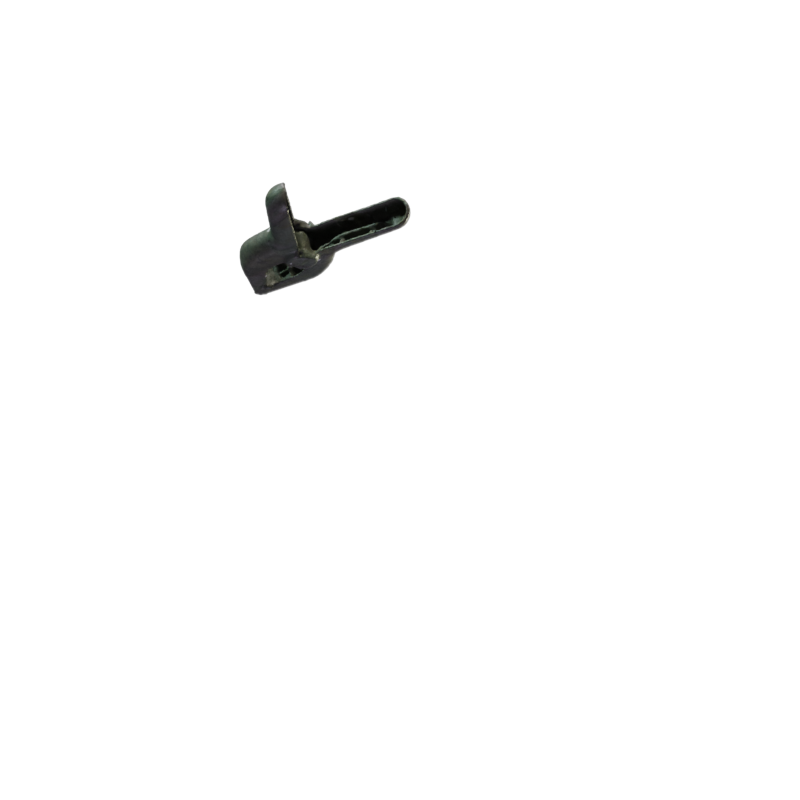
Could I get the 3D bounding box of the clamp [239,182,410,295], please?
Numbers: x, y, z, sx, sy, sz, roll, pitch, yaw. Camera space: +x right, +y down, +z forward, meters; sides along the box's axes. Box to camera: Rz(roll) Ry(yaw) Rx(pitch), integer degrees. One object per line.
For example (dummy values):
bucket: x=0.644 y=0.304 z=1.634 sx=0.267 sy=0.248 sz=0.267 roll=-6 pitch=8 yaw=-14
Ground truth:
clamp: x=-0.071 y=-0.129 z=0.901 sx=0.117 sy=0.041 sz=0.169 roll=6 pitch=-17 yaw=-20
